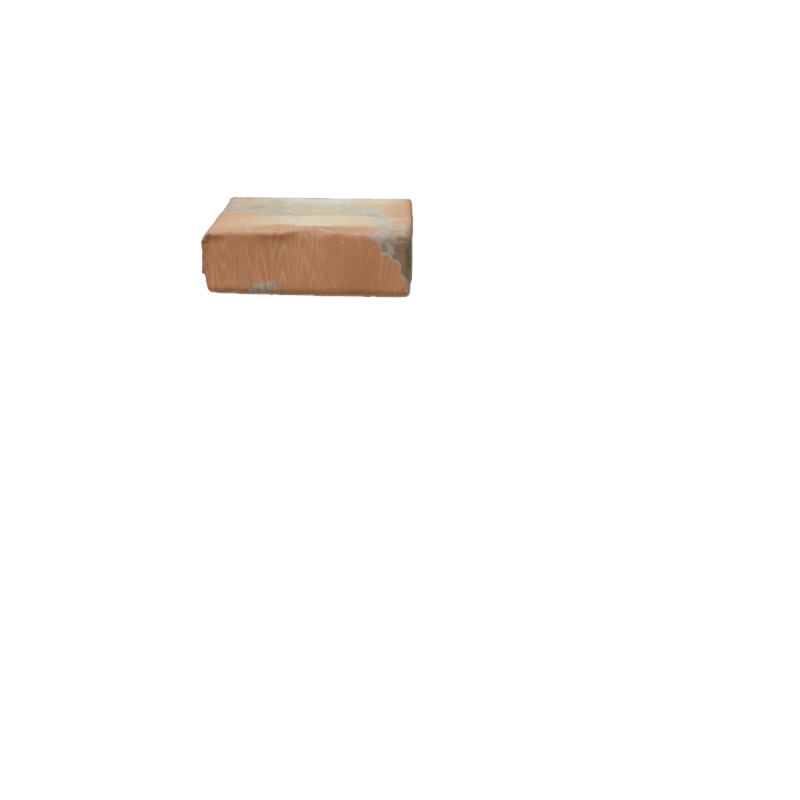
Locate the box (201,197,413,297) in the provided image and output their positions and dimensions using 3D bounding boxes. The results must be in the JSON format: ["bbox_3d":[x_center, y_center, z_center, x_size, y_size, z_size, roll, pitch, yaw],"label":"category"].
[{"bbox_3d":[-0.039,-0.071,0.497,0.090,0.029,0.076,1,21,3],"label":"box"}]
